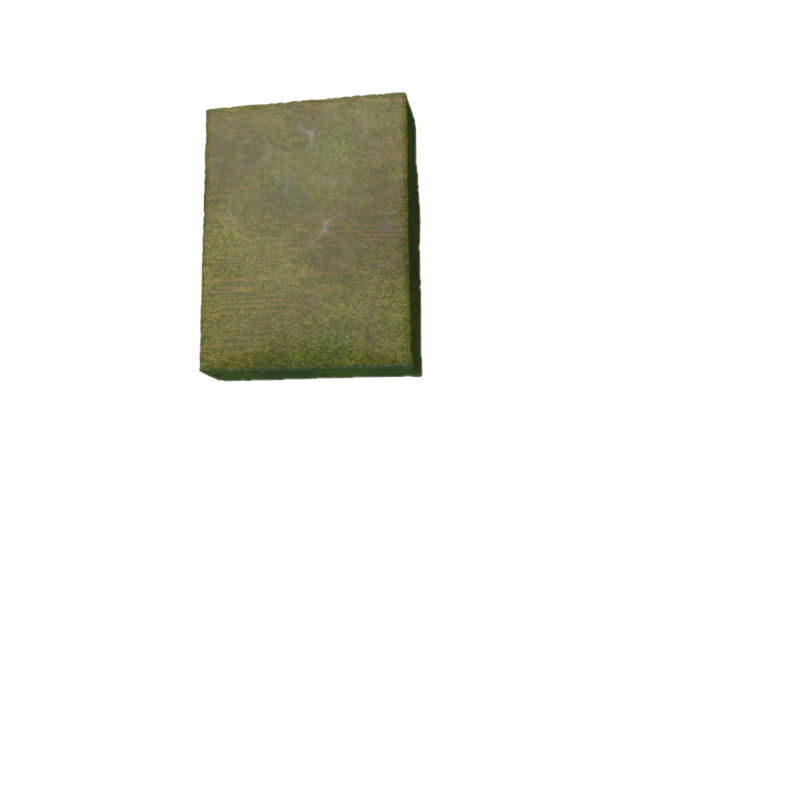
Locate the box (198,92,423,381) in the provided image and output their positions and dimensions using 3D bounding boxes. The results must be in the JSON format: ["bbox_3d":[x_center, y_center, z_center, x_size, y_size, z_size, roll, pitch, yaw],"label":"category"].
[{"bbox_3d":[-0.068,-0.124,0.869,0.166,0.221,0.068,-3,-14,11],"label":"box"}]
